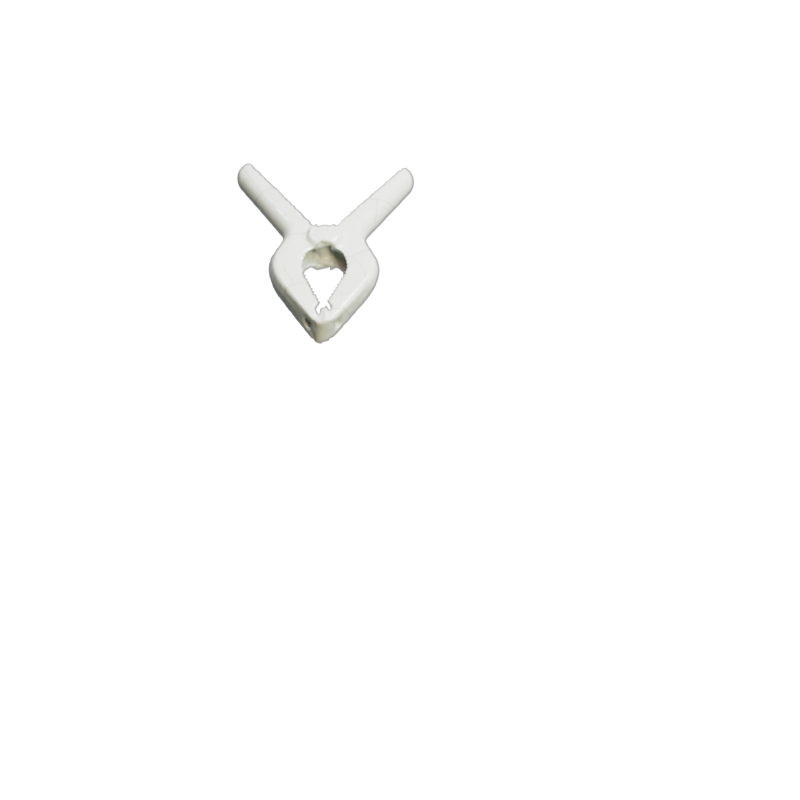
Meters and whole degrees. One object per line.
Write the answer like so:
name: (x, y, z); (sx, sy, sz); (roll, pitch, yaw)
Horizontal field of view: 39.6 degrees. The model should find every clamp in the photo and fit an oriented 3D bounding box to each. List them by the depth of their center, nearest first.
clamp: (-0.077, -0.140, 0.982); (0.166, 0.224, 0.034); (5, -41, 4)
